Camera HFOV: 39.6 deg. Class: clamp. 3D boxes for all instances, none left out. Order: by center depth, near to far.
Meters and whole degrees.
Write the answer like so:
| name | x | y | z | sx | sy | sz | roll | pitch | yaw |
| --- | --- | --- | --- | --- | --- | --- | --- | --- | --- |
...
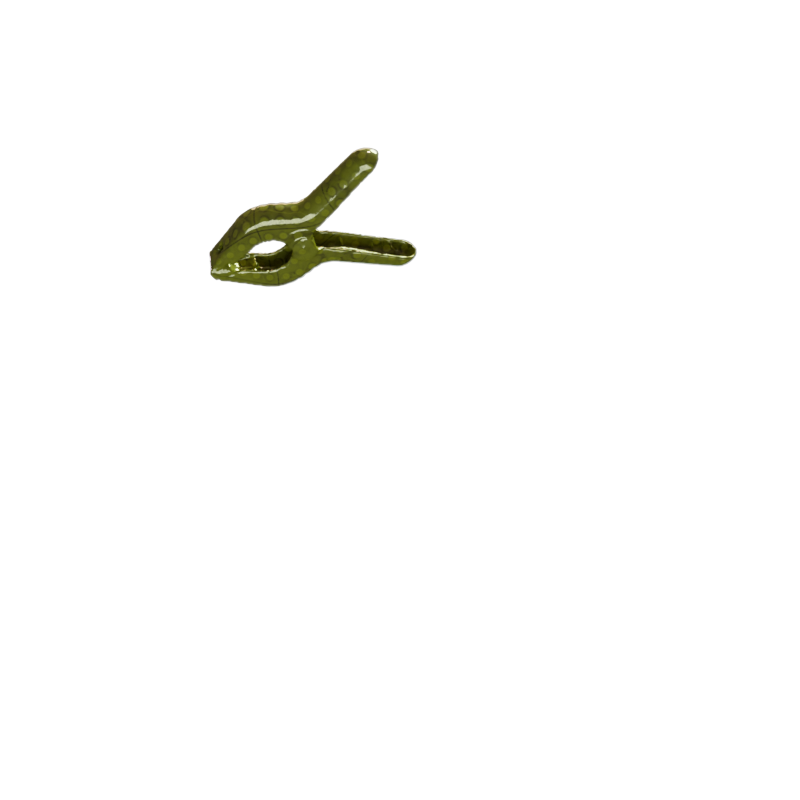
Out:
| name | x | y | z | sx | sy | sz | roll | pitch | yaw |
| --- | --- | --- | --- | --- | --- | --- | --- | --- | --- |
| clamp | -0.072 | -0.132 | 0.921 | 0.172 | 0.112 | 0.042 | -22 | 35 | 16 |
